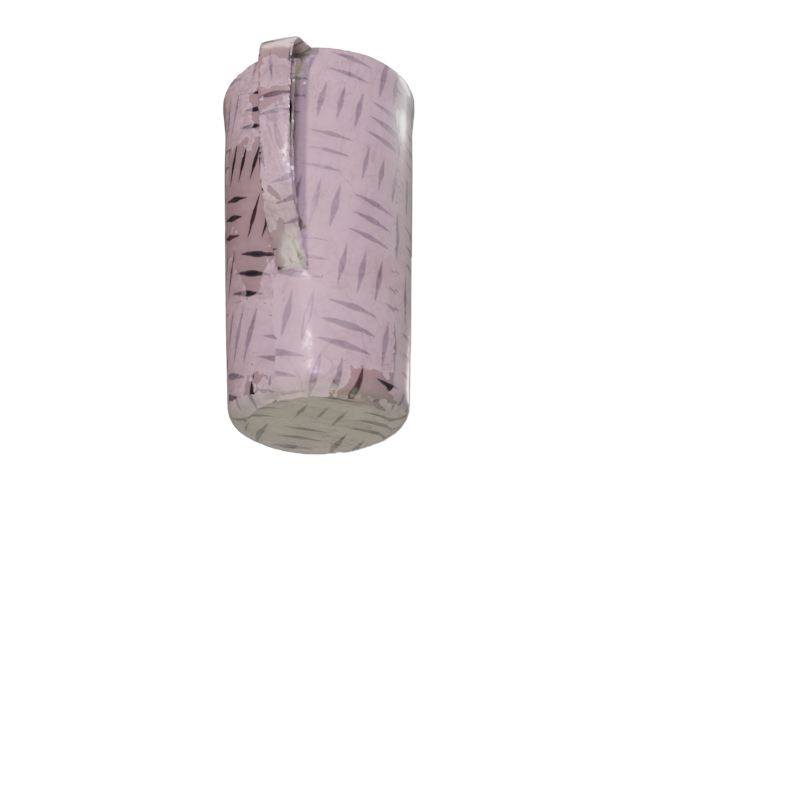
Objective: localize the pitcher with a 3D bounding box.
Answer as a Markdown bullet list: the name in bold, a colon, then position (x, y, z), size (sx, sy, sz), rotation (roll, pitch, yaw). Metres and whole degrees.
- **pitcher**: position (-0.055, -0.101, 0.704), size (0.142, 0.259, 0.143), rotation (17, -34, -30)
